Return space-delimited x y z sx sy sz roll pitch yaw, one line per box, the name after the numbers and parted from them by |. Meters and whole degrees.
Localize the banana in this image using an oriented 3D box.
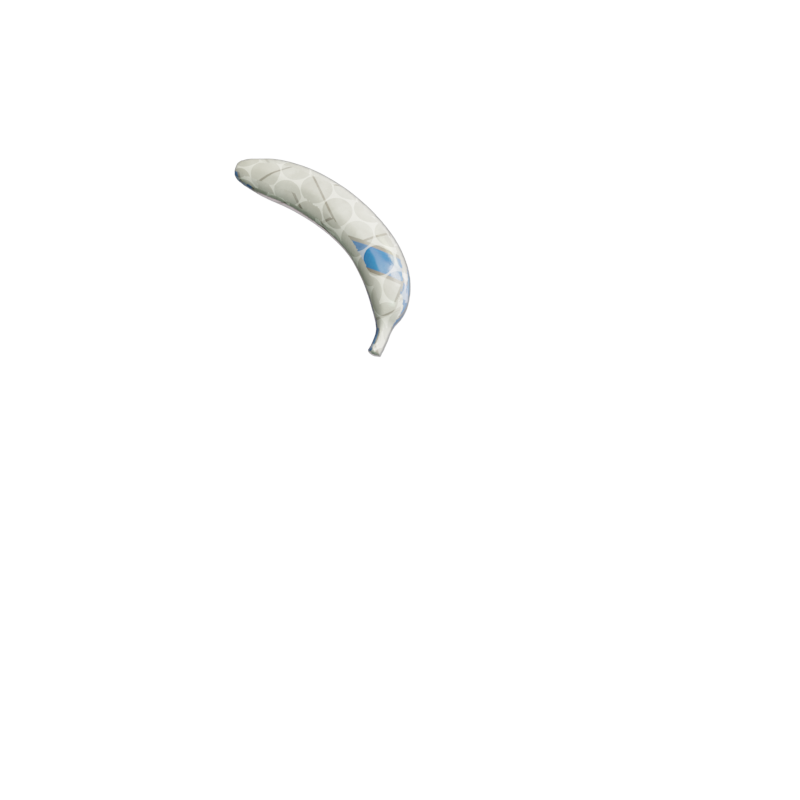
-0.050 -0.130 0.865 0.070 0.209 0.035 -32 -21 -14 | banana
